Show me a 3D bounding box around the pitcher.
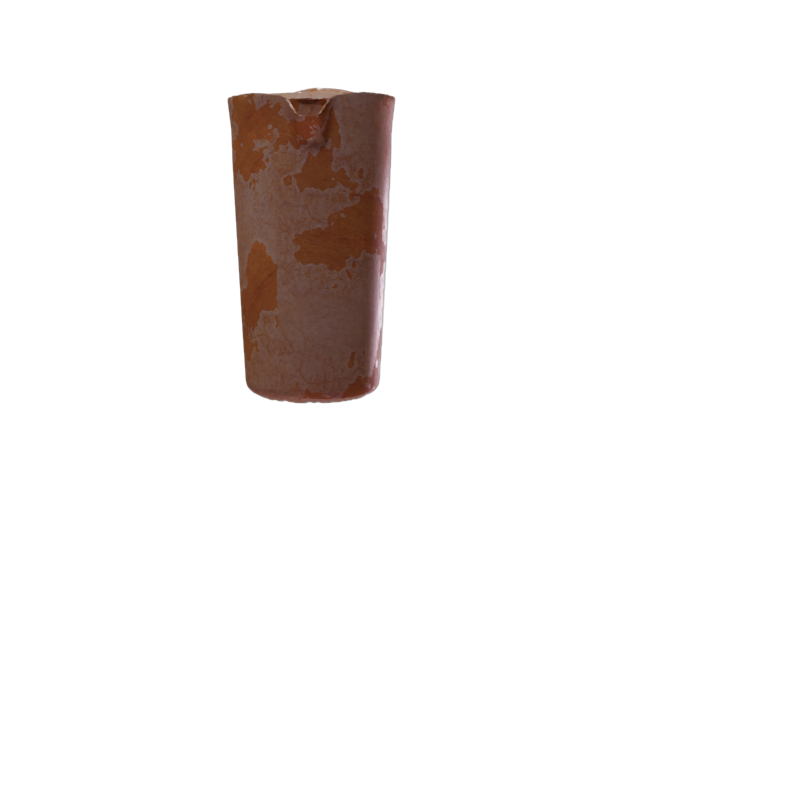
[{"bbox_3d":[-0.070,-0.128,0.897,0.151,0.241,0.144,5,6,43],"label":"pitcher"}]
